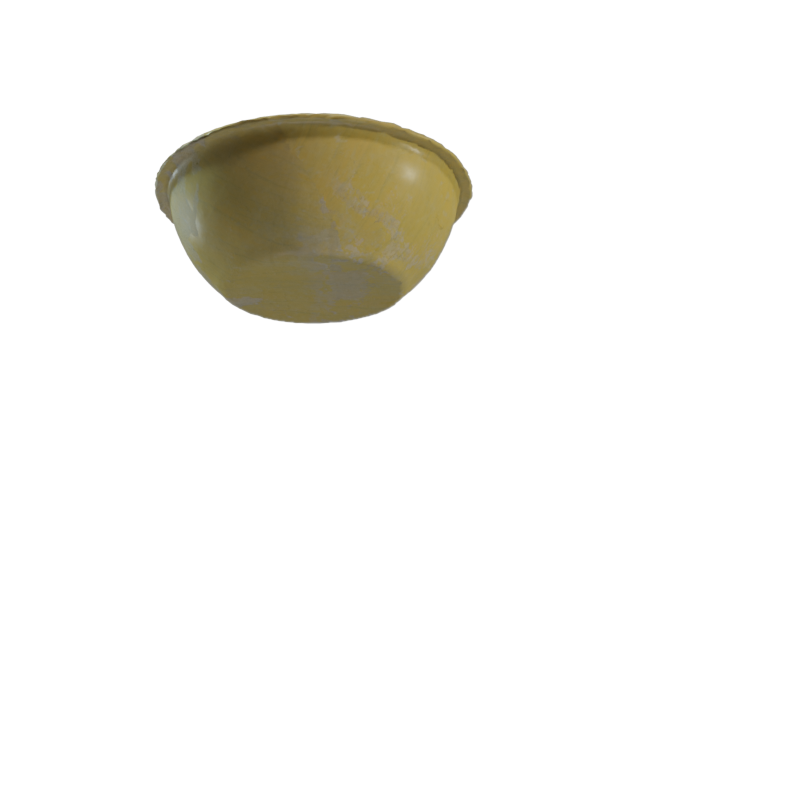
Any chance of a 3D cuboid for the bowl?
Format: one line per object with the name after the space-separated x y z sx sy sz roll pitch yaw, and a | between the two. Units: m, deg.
-0.044 -0.080 0.558 0.162 0.058 0.155 0 -19 -2 | bowl
